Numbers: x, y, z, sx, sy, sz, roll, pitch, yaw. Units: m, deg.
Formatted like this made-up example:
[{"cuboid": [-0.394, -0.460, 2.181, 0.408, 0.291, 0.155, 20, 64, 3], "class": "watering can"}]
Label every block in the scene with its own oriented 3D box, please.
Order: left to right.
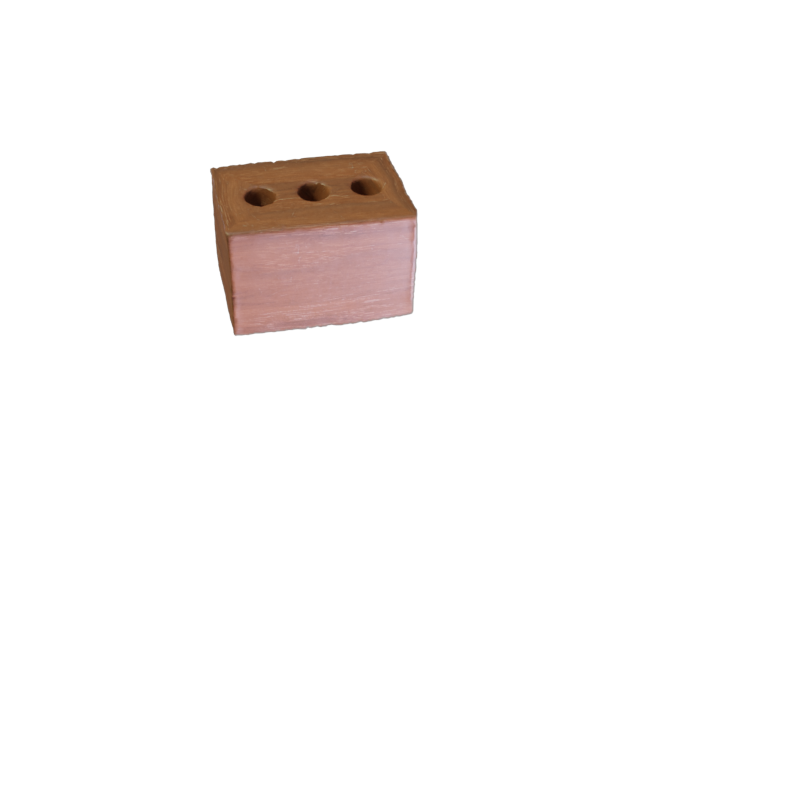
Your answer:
[{"cuboid": [-0.036, -0.065, 0.459, 0.077, 0.048, 0.057, -8, 39, -11], "class": "block"}]
